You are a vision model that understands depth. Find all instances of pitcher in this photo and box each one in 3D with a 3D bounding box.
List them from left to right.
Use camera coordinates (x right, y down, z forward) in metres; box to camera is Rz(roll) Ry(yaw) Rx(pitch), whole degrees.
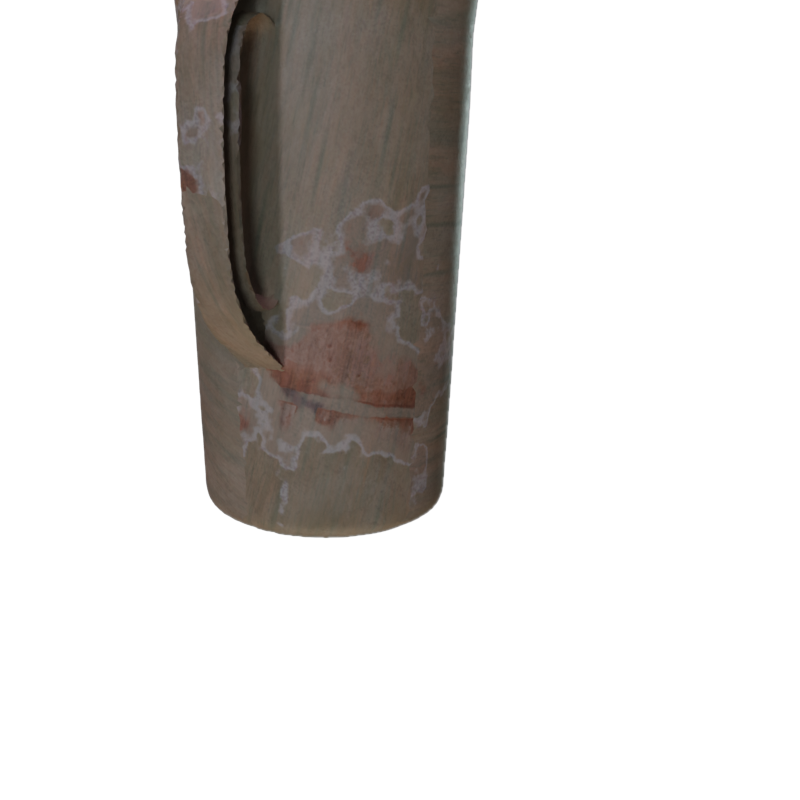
[{"bbox_3d":[-0.038,-0.069,0.485,0.145,0.239,0.151,-3,8,-22],"label":"pitcher"}]
